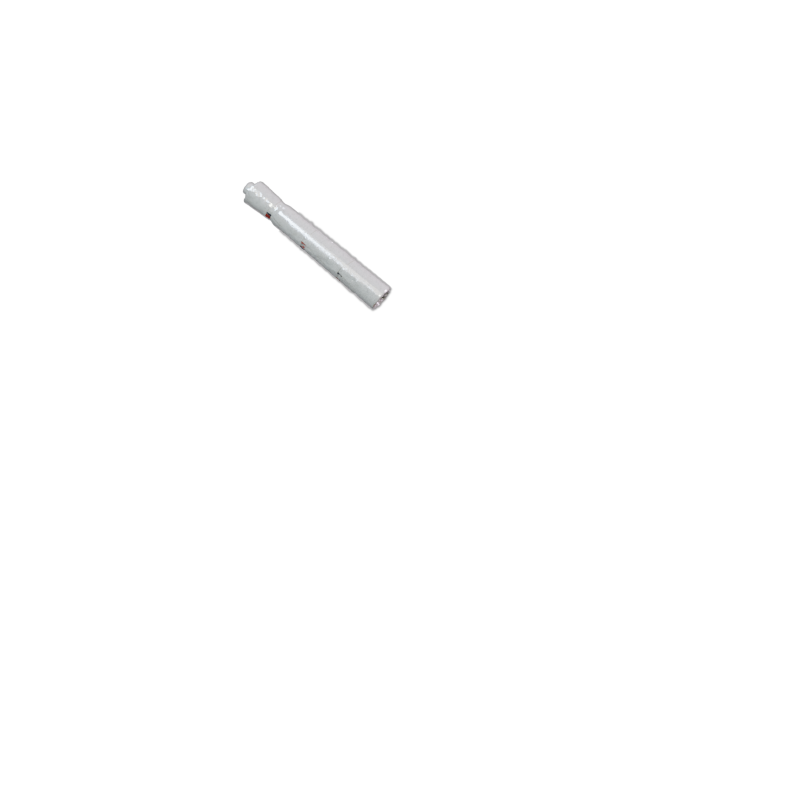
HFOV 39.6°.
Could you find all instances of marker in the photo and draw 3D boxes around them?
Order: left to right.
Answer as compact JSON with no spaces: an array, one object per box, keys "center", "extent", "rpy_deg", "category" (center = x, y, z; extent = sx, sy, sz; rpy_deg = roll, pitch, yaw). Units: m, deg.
[{"center":[-0.057,-0.105,0.732],"extent":[0.126,0.019,0.019],"rpy_deg":[41,15,15],"category":"marker"}]
